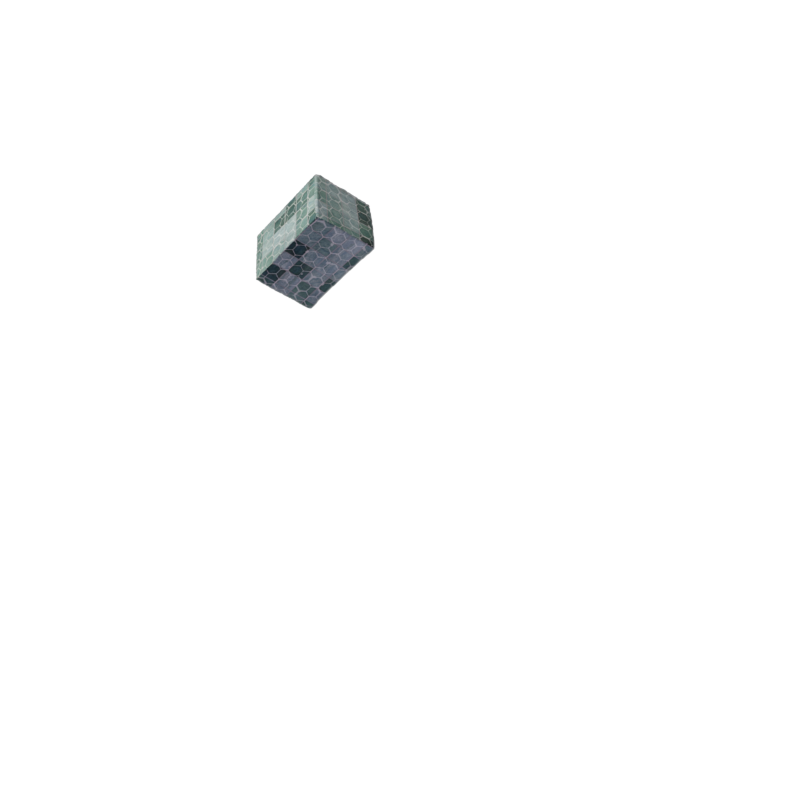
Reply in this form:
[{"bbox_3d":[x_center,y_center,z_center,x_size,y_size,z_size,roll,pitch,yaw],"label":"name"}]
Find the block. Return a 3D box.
[{"bbox_3d":[-0.064,-0.116,0.813,0.050,0.055,0.077,30,-52,-28],"label":"block"}]
